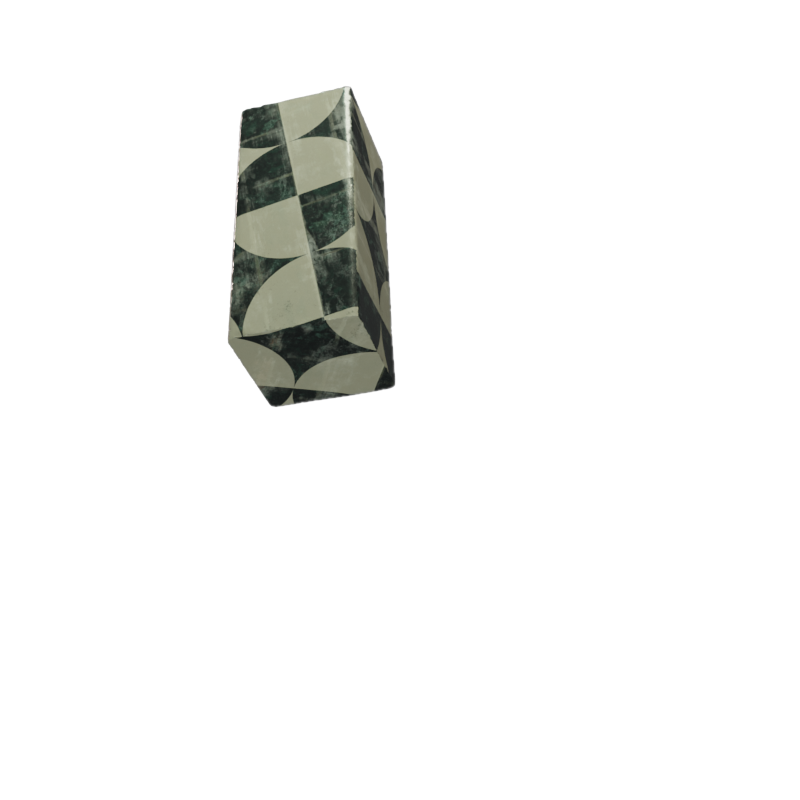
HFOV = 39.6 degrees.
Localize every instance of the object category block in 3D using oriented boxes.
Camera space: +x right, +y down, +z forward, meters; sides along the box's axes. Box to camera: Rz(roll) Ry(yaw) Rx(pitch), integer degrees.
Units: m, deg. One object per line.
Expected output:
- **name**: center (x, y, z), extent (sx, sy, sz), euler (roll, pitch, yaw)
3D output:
- **block**: center (-0.062, -0.112, 0.783), extent (0.091, 0.221, 0.084), euler (-11, -37, 12)
